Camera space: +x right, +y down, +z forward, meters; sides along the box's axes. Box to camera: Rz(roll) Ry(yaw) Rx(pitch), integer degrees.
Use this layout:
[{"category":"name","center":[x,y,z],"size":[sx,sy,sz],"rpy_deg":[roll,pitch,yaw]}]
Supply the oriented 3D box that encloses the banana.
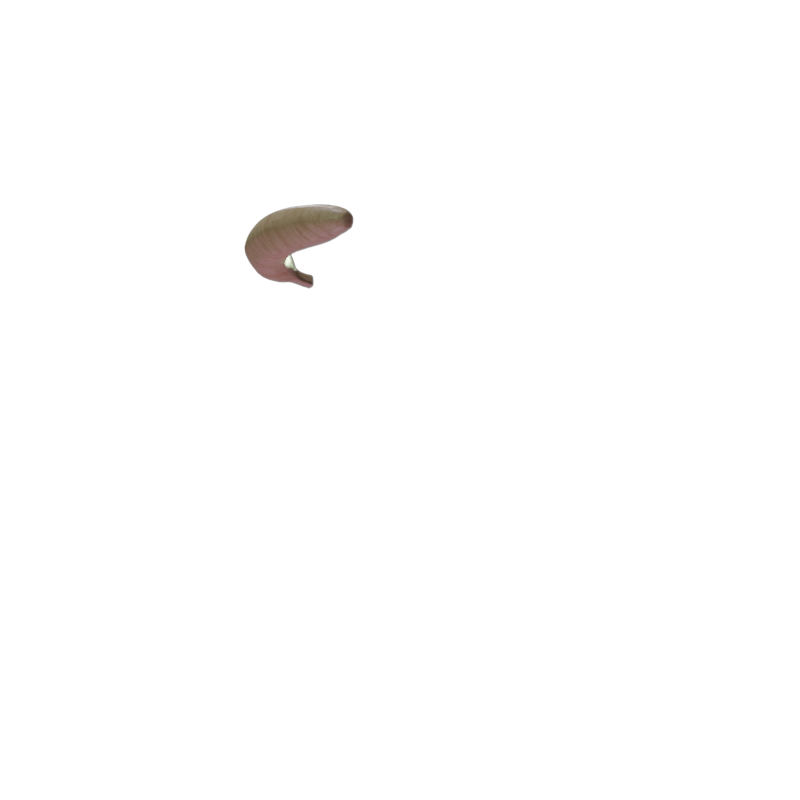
[{"category":"banana","center":[-0.089,-0.128,0.899],"size":[0.068,0.038,0.196],"rpy_deg":[2,-7,-13]}]
